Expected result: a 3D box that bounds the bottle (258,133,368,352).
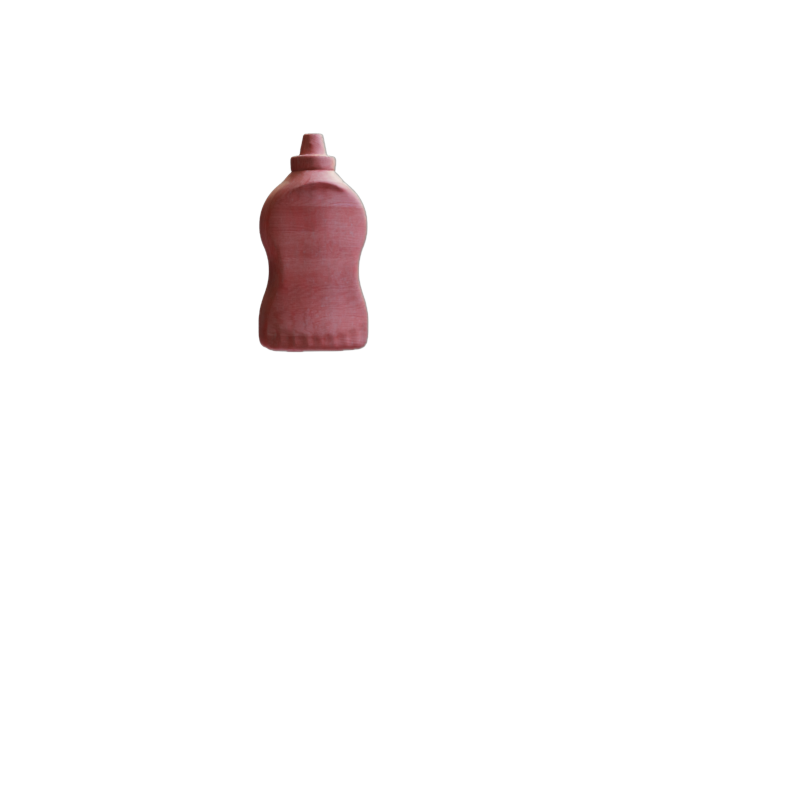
[{"bbox_3d":[-0.077,-0.141,0.985,0.094,0.192,0.059,0,0,-13],"label":"bottle"}]
